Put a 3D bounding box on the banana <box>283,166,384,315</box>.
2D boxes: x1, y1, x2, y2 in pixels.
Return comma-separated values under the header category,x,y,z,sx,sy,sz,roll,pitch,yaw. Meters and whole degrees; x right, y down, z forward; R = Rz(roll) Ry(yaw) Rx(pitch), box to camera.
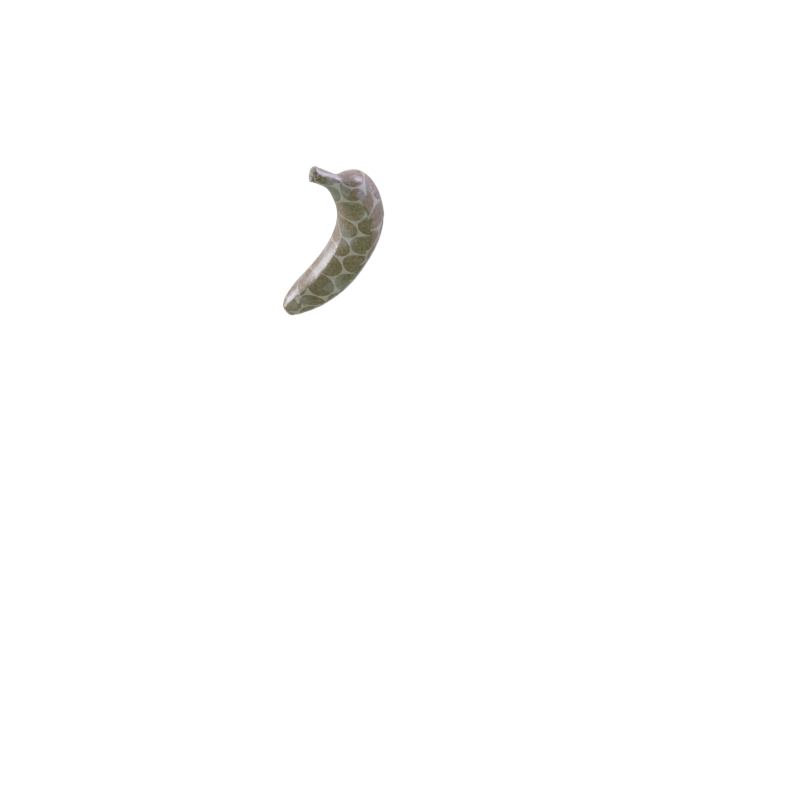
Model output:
category,x,y,z,sx,sy,sz,roll,pitch,yaw
banana,-0.053,-0.131,0.911,0.069,0.039,0.187,5,-33,-9
